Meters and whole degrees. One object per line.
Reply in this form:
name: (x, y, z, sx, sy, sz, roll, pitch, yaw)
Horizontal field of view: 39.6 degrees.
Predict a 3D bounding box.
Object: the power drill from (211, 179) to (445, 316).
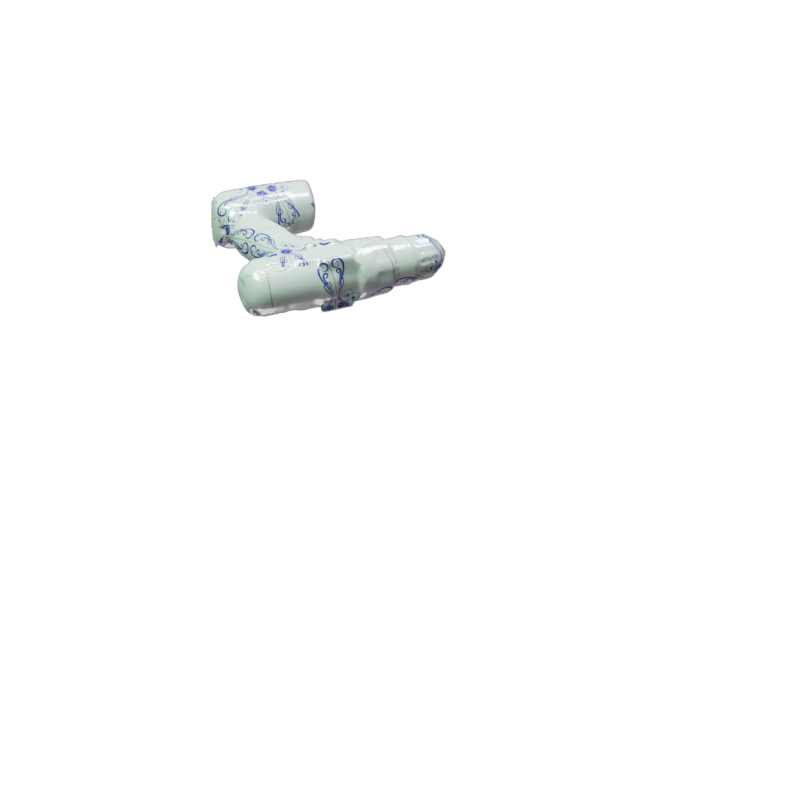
power drill: (-0.077, -0.141, 0.987, 0.181, 0.054, 0.201, -12, 30, -22)
